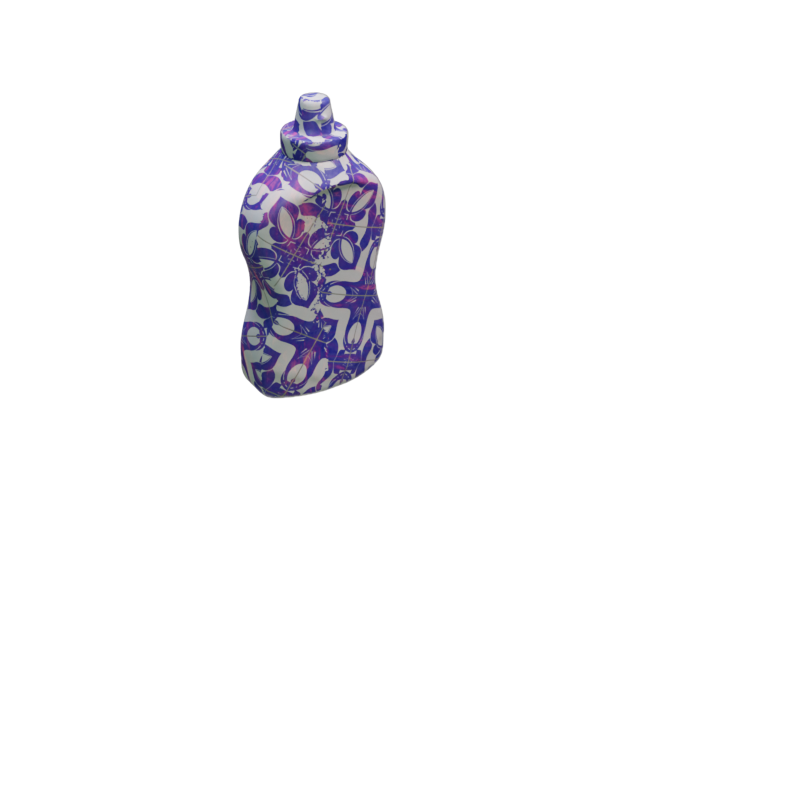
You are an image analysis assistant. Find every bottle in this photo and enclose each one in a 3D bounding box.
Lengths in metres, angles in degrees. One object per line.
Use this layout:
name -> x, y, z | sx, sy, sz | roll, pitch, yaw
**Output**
bottle -> -0.054, -0.099, 0.693 | 0.094, 0.181, 0.063 | -16, 34, -28
